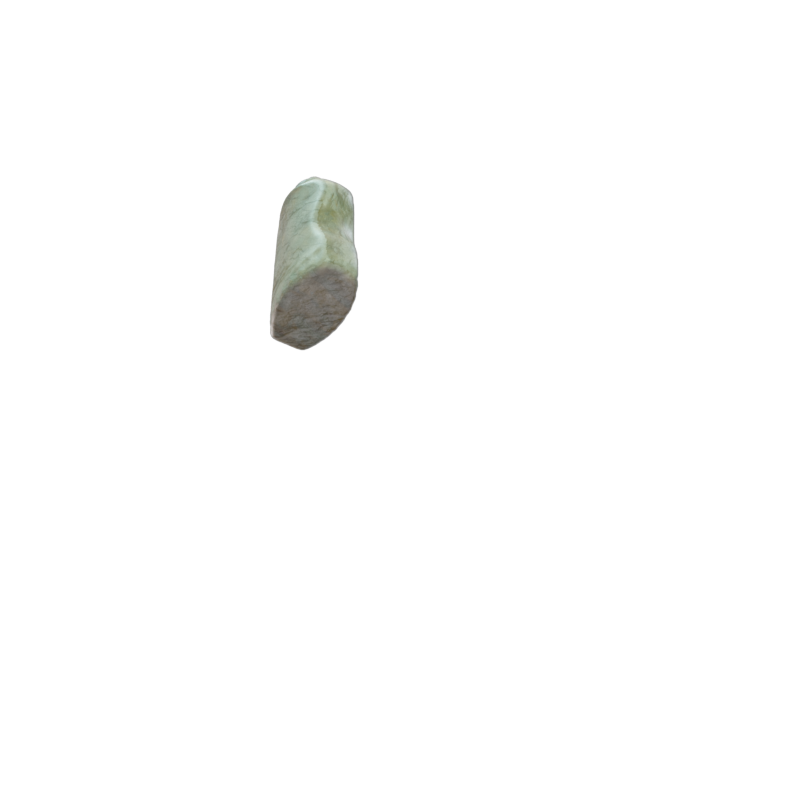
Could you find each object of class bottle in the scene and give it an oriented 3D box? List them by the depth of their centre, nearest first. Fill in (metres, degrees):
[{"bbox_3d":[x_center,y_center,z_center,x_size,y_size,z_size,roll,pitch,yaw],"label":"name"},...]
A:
[{"bbox_3d":[-0.075,-0.138,0.965,0.056,0.093,0.205,22,35,-21],"label":"bottle"}]
